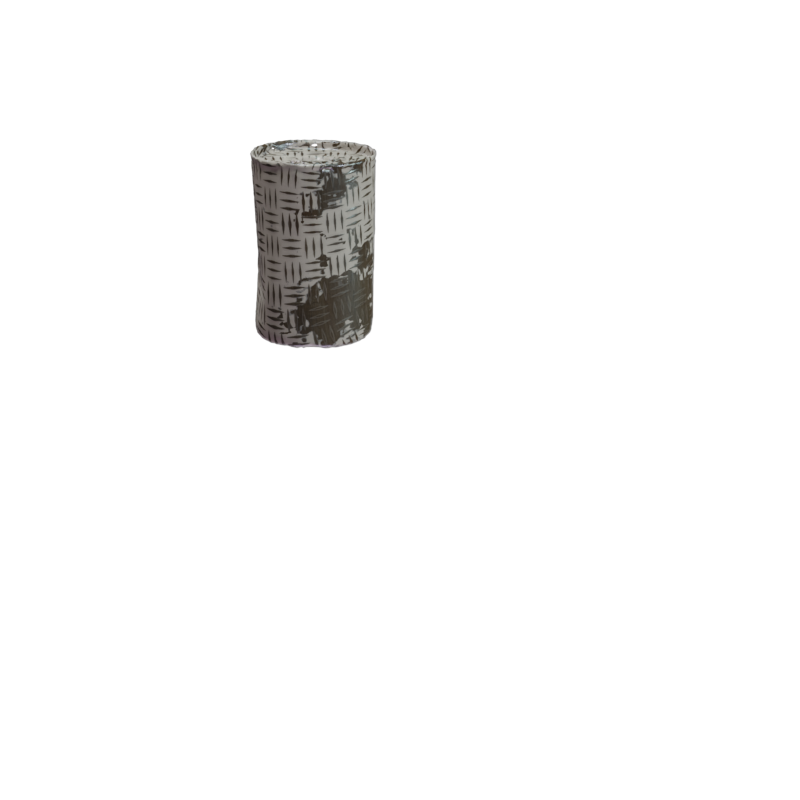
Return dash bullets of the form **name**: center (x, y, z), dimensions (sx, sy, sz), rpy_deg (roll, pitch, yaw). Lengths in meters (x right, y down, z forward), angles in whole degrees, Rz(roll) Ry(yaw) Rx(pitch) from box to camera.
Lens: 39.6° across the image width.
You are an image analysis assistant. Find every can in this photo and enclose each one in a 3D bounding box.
- **can**: center (-0.048, -0.087, 0.609), dimensions (0.068, 0.098, 0.071), rpy_deg (0, 19, -2)
